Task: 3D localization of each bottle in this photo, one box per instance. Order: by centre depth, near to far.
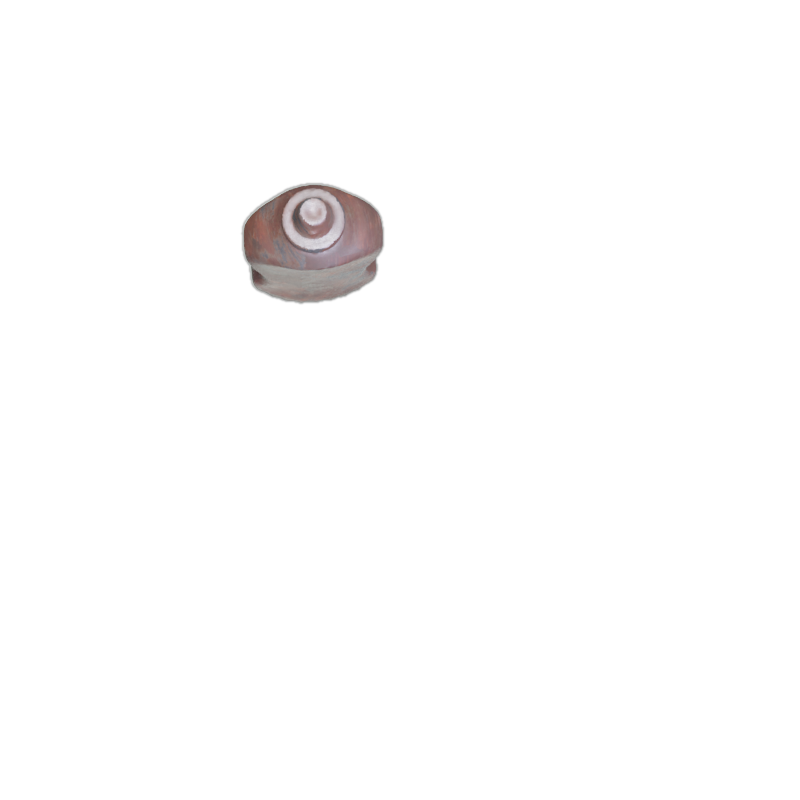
[{"bbox_3d":[-0.060,-0.110,0.773,0.096,0.060,0.188,-3,-5,-4],"label":"bottle"}]
